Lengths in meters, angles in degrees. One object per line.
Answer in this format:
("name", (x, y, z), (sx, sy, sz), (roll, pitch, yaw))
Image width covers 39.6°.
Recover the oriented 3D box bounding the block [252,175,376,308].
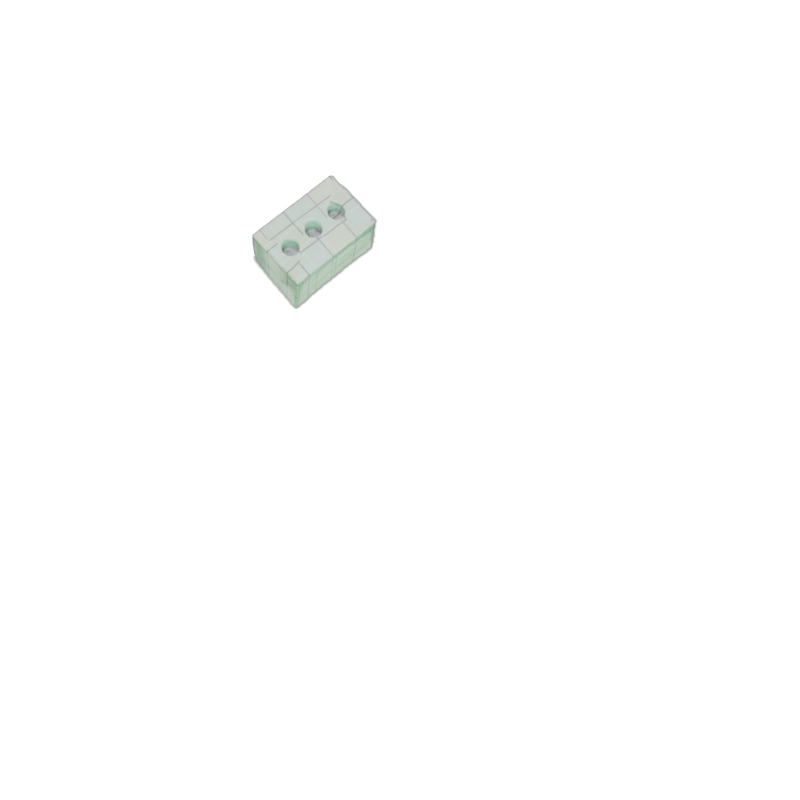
("block", (-0.065, -0.118, 0.825), (0.078, 0.055, 0.049), (-40, -12, -14))
